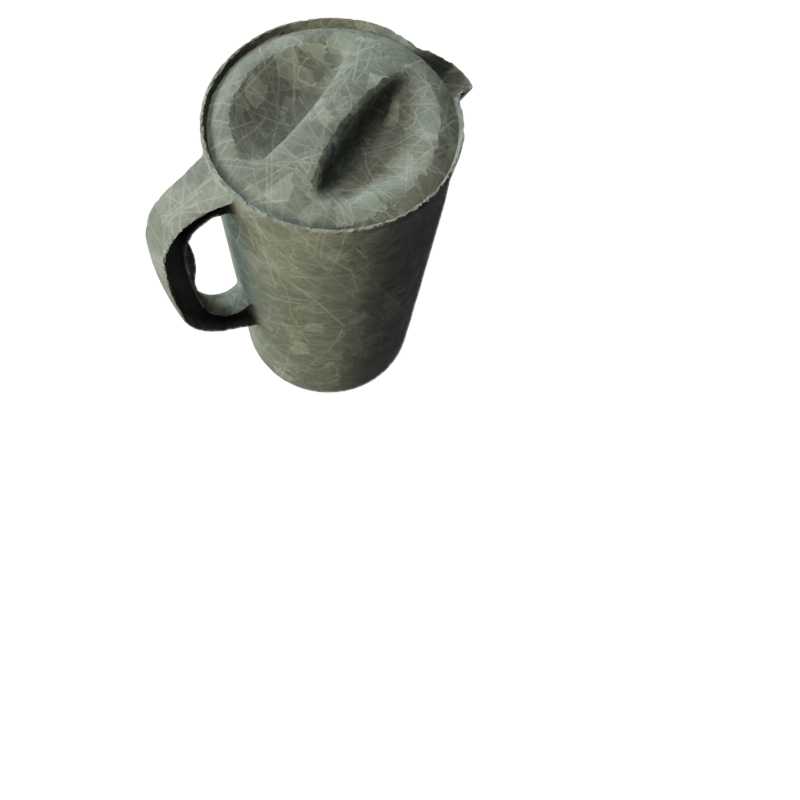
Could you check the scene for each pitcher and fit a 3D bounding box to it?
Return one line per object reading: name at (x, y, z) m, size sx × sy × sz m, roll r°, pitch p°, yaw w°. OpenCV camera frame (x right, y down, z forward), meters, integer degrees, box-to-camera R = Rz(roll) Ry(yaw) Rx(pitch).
pitcher at (-0.051, -0.093, 0.650) m, size 0.150 × 0.152 × 0.229 m, roll 12°, pitch -26°, yaw 3°
